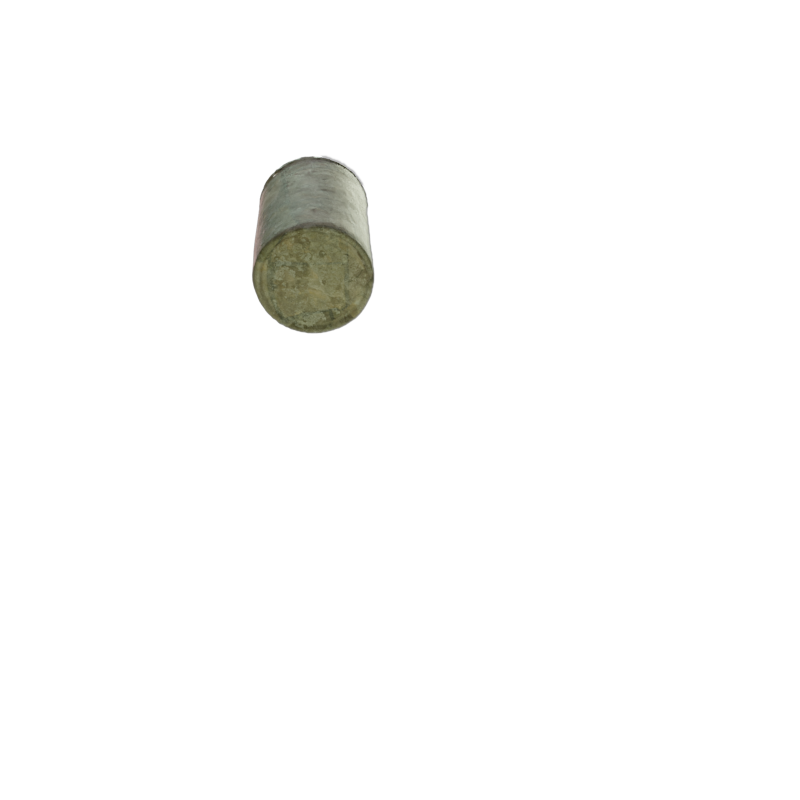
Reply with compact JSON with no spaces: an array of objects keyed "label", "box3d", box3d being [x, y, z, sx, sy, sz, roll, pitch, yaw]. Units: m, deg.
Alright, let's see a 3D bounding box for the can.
[{"label":"can","box3d":[-0.051,-0.092,0.646,0.068,0.065,0.109,0,31,-3]}]
